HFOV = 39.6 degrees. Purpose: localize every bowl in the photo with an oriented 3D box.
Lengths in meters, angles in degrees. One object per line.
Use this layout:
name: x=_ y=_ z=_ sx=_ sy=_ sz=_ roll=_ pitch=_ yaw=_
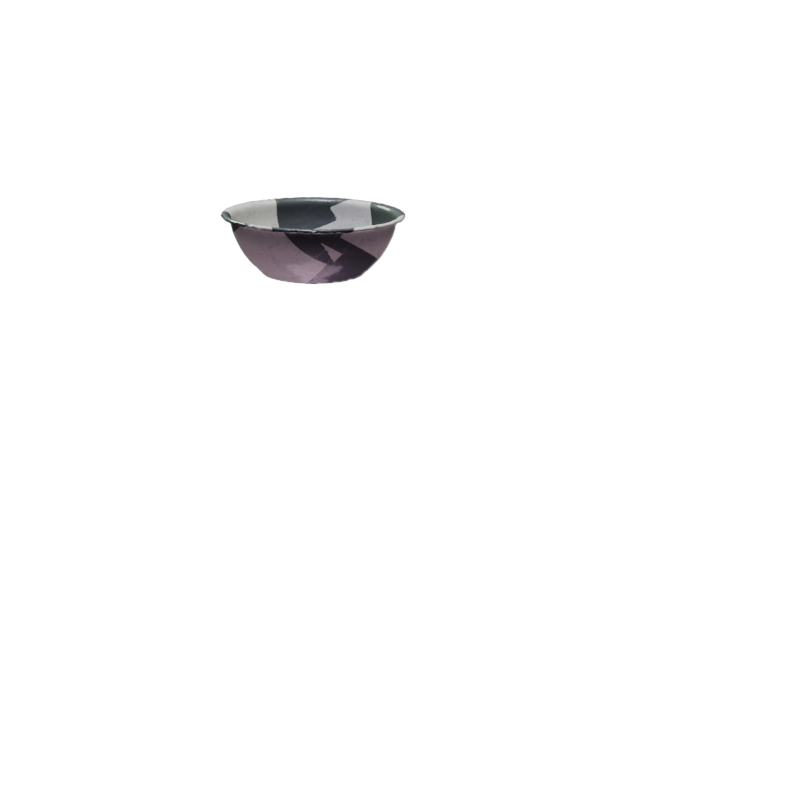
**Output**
bowl: x=-0.077 y=-0.140 z=0.979 sx=0.162 sy=0.053 sz=0.168 roll=-1 pitch=19 yaw=-2
